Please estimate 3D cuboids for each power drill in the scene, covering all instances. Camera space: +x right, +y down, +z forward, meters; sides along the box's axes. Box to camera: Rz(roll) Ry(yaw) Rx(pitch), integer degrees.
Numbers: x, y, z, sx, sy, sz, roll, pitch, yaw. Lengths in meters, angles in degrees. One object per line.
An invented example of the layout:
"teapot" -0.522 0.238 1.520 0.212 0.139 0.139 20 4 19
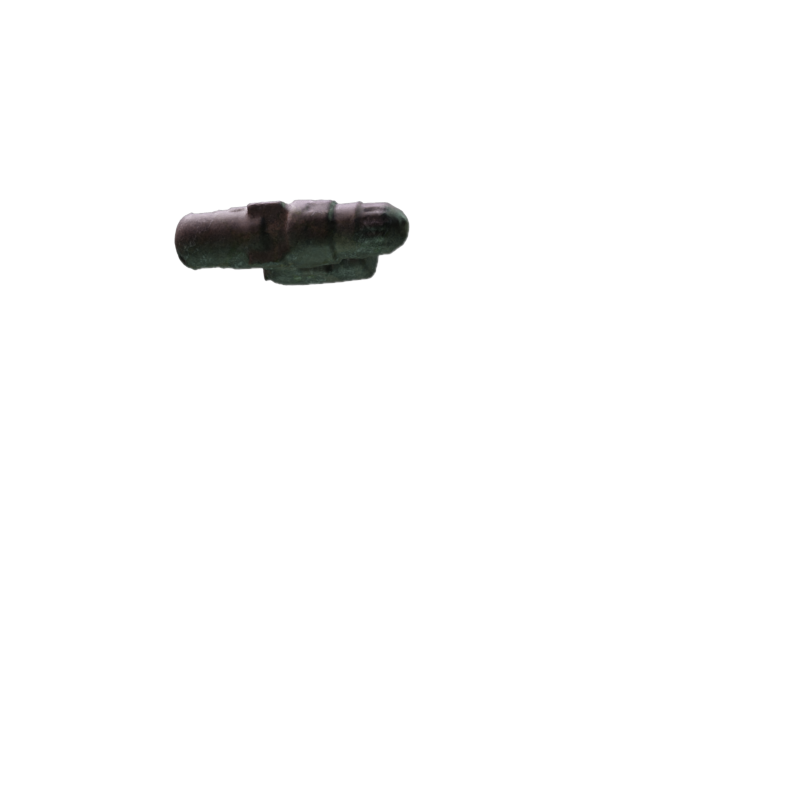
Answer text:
"power drill" -0.072 -0.131 0.917 0.188 0.058 0.183 0 0 13
